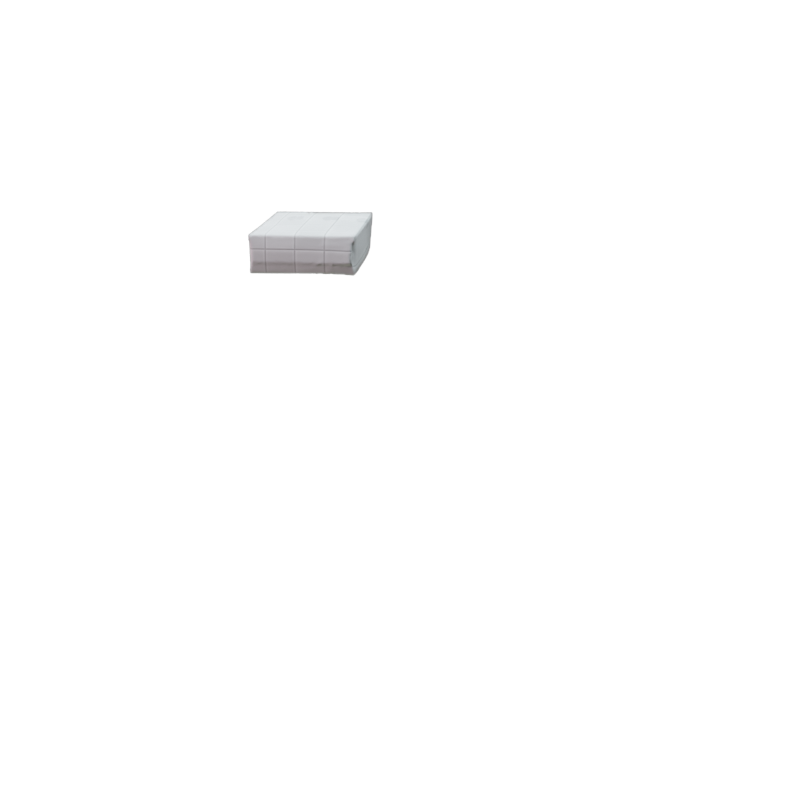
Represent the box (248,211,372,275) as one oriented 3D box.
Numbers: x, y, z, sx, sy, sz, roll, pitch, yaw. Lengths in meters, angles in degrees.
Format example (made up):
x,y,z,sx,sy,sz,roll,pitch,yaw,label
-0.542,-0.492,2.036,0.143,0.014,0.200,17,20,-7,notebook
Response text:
x,y,z,sx,sy,sz,roll,pitch,yaw,label
-0.075,-0.136,0.956,0.091,0.038,0.116,2,17,7,box
